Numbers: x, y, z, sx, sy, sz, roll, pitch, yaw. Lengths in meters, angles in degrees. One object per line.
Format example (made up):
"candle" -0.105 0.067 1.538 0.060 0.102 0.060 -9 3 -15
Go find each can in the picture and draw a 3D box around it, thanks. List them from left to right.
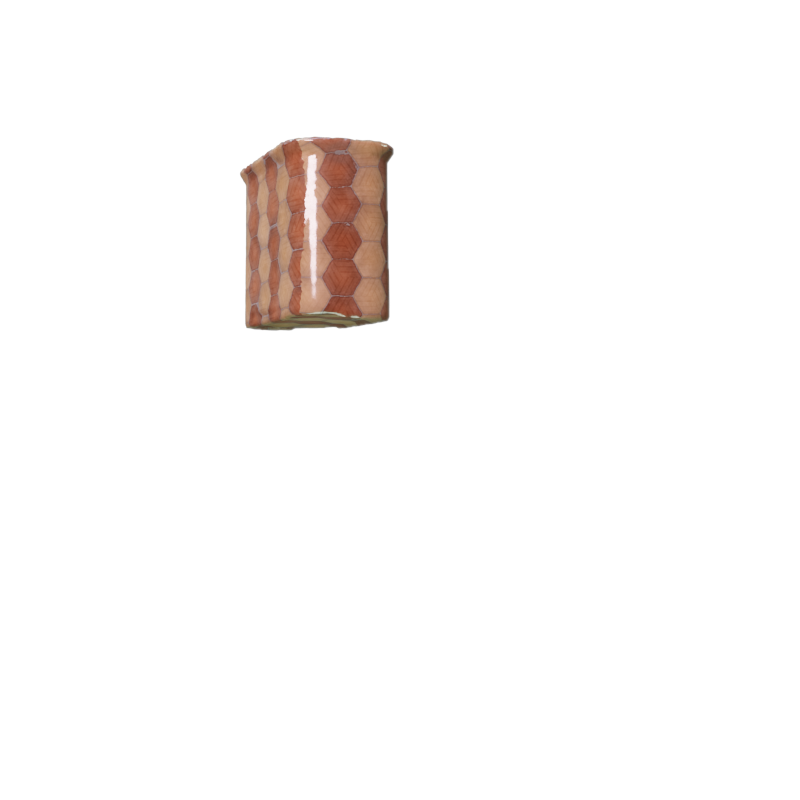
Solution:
"can" -0.043 -0.079 0.555 0.056 0.085 0.103 2 -4 -23
